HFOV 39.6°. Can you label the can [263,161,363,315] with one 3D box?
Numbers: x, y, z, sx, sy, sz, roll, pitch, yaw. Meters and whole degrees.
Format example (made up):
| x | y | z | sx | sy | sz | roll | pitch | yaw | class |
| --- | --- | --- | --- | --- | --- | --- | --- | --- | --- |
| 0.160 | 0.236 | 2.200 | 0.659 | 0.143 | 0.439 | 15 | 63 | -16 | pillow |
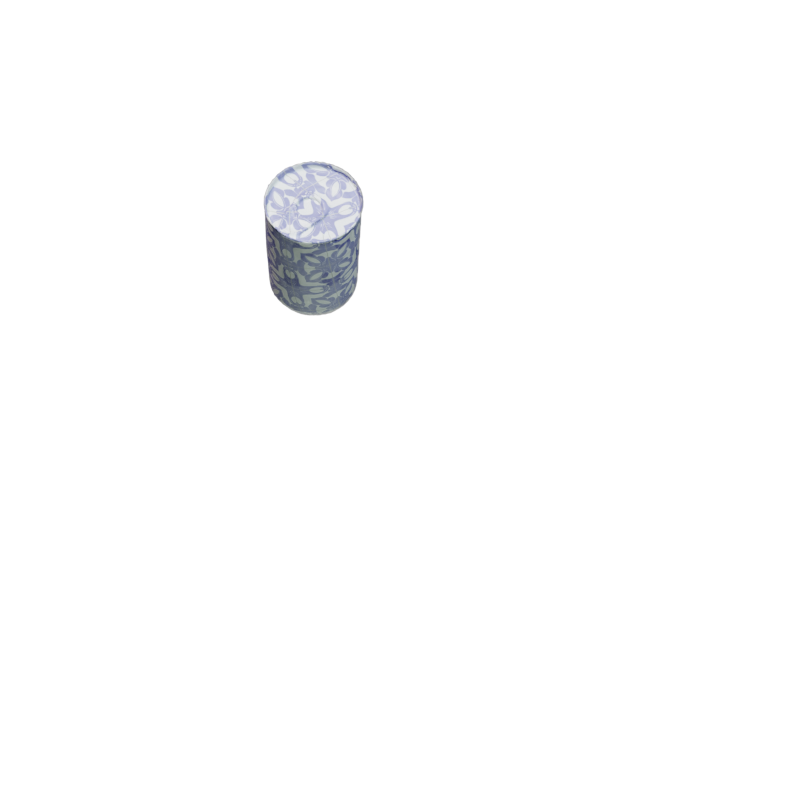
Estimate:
| x | y | z | sx | sy | sz | roll | pitch | yaw | class |
| --- | --- | --- | --- | --- | --- | --- | --- | --- | --- |
| -0.062 | -0.113 | 0.794 | 0.068 | 0.073 | 0.096 | 0 | -29 | -3 | can |
